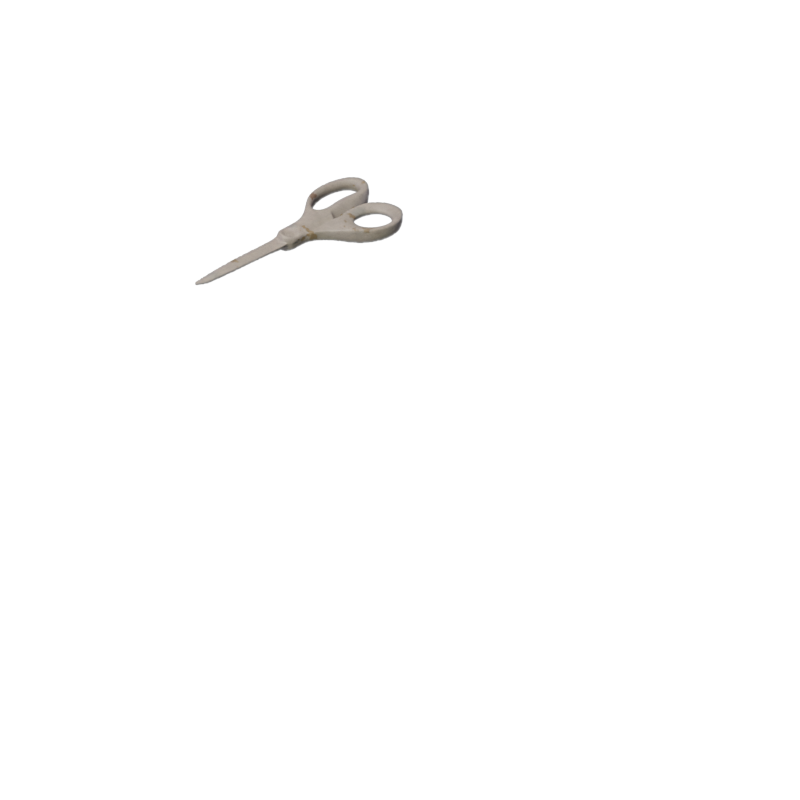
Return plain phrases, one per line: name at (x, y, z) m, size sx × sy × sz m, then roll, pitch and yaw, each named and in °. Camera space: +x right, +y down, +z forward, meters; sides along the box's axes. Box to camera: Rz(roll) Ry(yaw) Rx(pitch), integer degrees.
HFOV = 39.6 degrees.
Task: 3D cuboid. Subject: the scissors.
scissors at (-0.073, -0.132, 0.926) m, size 0.101 × 0.015 × 0.206 m, roll 20°, pitch 44°, yaw 22°
